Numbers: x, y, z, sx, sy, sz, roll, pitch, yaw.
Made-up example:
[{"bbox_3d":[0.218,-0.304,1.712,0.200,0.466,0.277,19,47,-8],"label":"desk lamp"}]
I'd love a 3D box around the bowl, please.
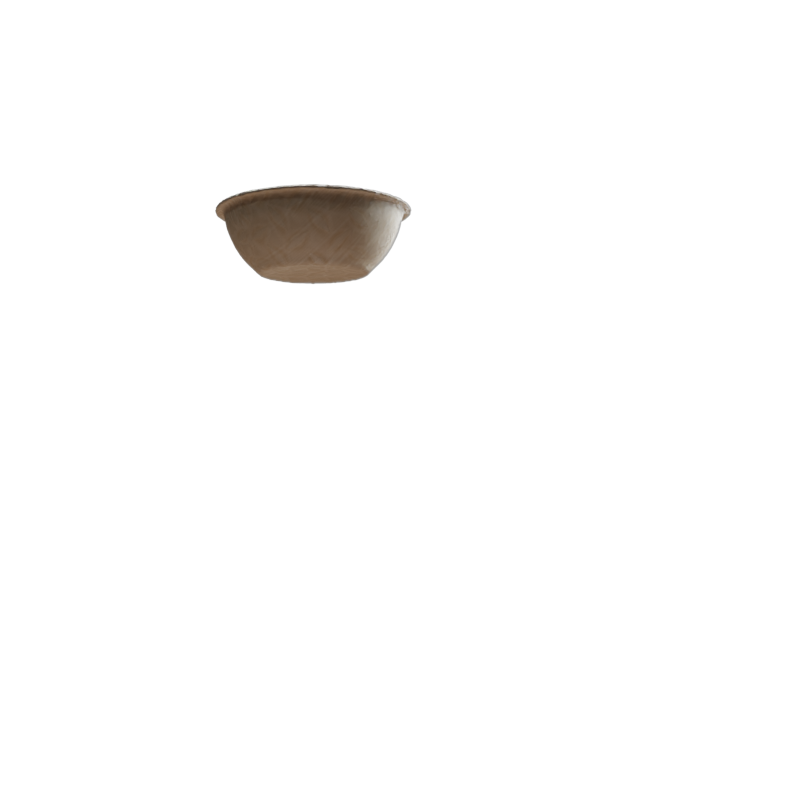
[{"bbox_3d":[-0.071,-0.130,0.911,0.162,0.056,0.159,0,-5,-2],"label":"bowl"}]
